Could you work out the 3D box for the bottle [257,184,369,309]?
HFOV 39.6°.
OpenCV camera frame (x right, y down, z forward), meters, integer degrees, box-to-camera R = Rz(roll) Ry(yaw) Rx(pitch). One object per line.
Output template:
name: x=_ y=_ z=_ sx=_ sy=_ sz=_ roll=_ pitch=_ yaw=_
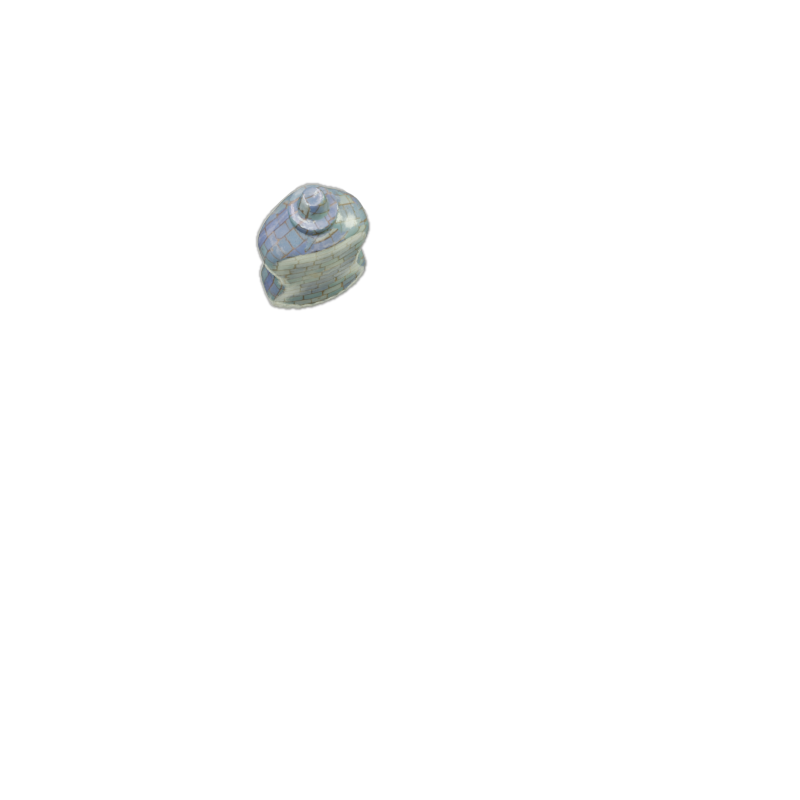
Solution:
bottle: x=-0.075 y=-0.137 z=0.954 sx=0.096 sy=0.061 sz=0.184 roll=-19 pitch=-12 yaw=-8
